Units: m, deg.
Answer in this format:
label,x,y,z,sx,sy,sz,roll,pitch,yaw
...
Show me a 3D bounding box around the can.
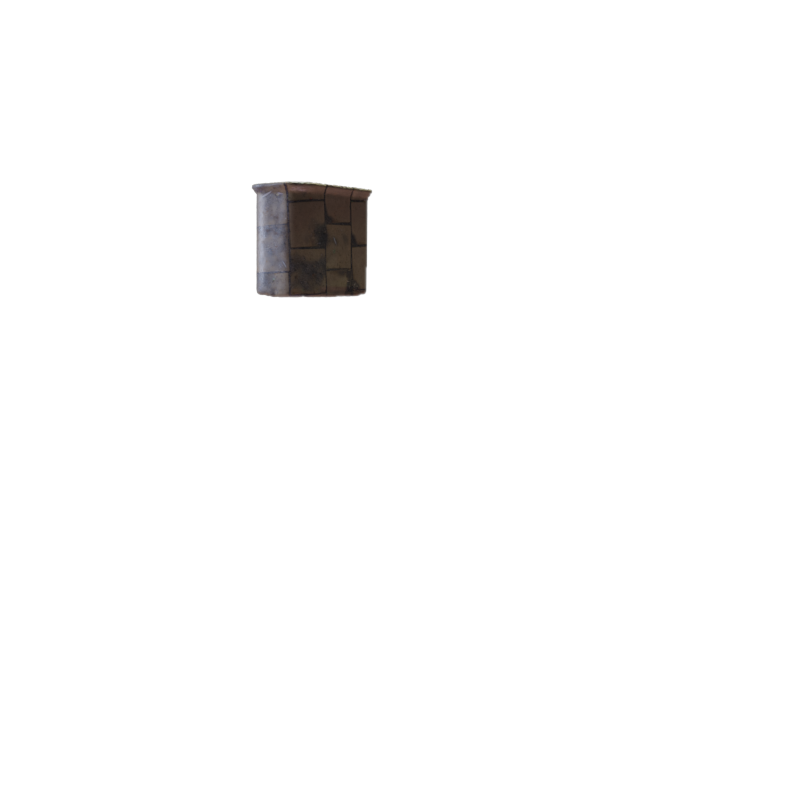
label,x,y,z,sx,sy,sz,roll,pitch,yaw
can,-0.066,-0.121,0.846,0.060,0.084,0.098,0,3,34
